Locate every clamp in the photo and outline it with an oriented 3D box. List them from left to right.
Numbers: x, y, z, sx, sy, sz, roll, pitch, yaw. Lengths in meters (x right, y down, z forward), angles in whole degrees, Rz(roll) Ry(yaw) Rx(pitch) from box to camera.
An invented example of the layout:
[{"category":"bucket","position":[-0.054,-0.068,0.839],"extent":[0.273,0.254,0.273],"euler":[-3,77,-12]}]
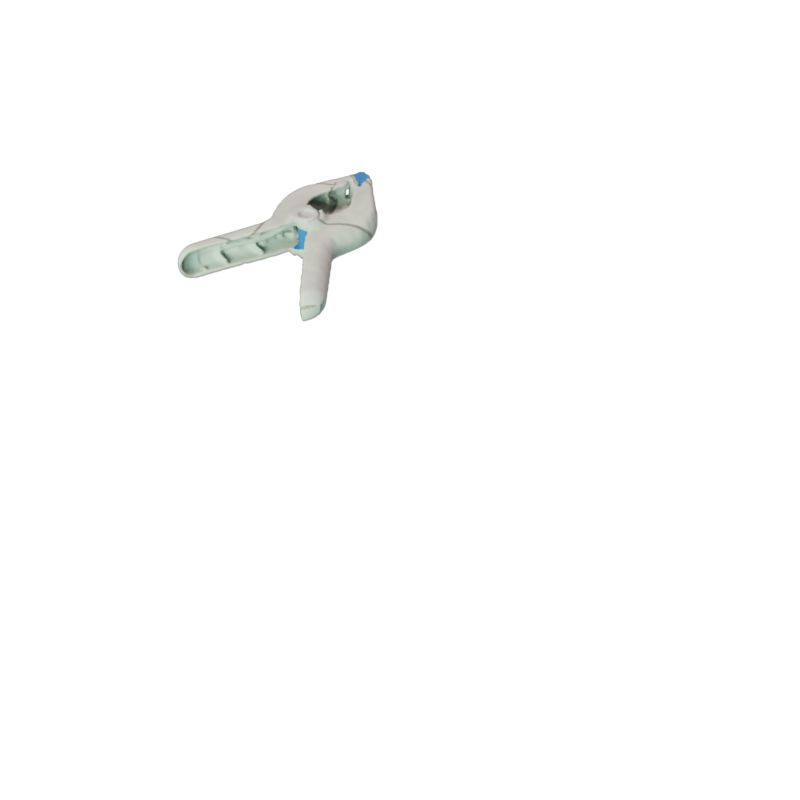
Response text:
[{"category":"clamp","position":[-0.063,-0.116,0.810],"extent":[0.128,0.037,0.173],"euler":[31,51,29]}]
